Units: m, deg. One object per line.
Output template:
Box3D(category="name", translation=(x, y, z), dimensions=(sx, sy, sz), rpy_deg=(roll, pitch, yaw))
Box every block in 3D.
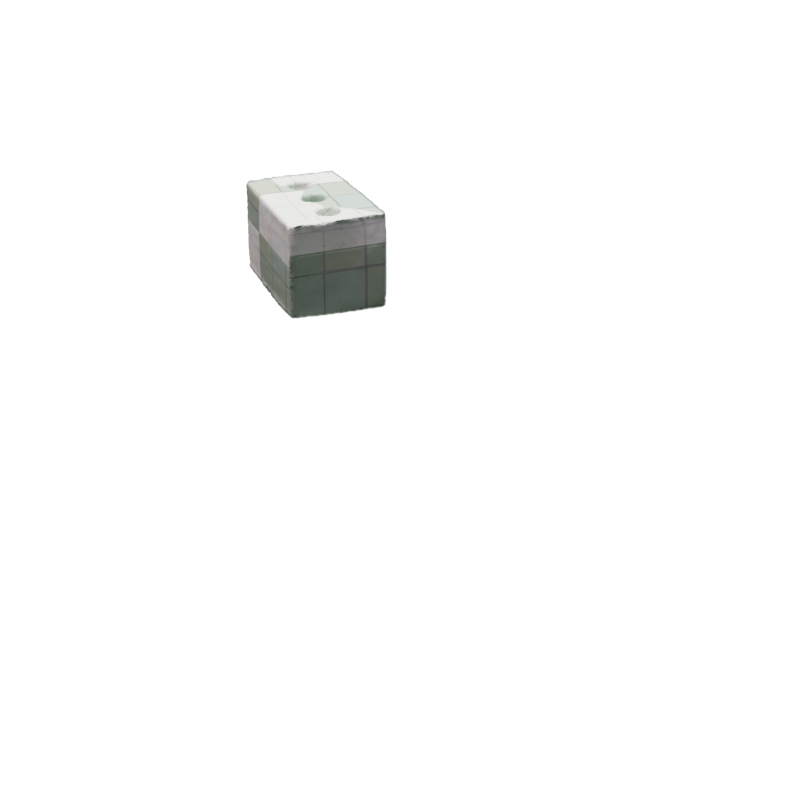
Box3D(category="block", translation=(-0.046, -0.084, 0.585), dimensions=(0.052, 0.049, 0.084), rpy_deg=(-9, 28, -21))
